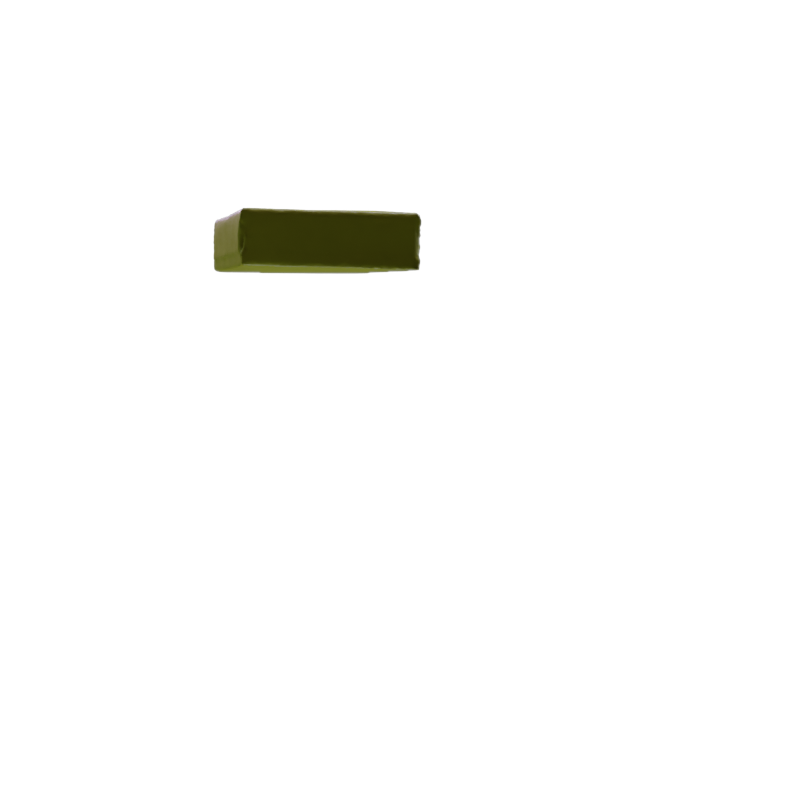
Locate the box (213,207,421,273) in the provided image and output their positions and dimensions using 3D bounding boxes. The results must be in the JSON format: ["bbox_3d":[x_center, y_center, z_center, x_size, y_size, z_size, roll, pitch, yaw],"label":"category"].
[{"bbox_3d":[-0.043,-0.078,0.550,0.087,0.030,0.075,-1,4,-17],"label":"box"}]
